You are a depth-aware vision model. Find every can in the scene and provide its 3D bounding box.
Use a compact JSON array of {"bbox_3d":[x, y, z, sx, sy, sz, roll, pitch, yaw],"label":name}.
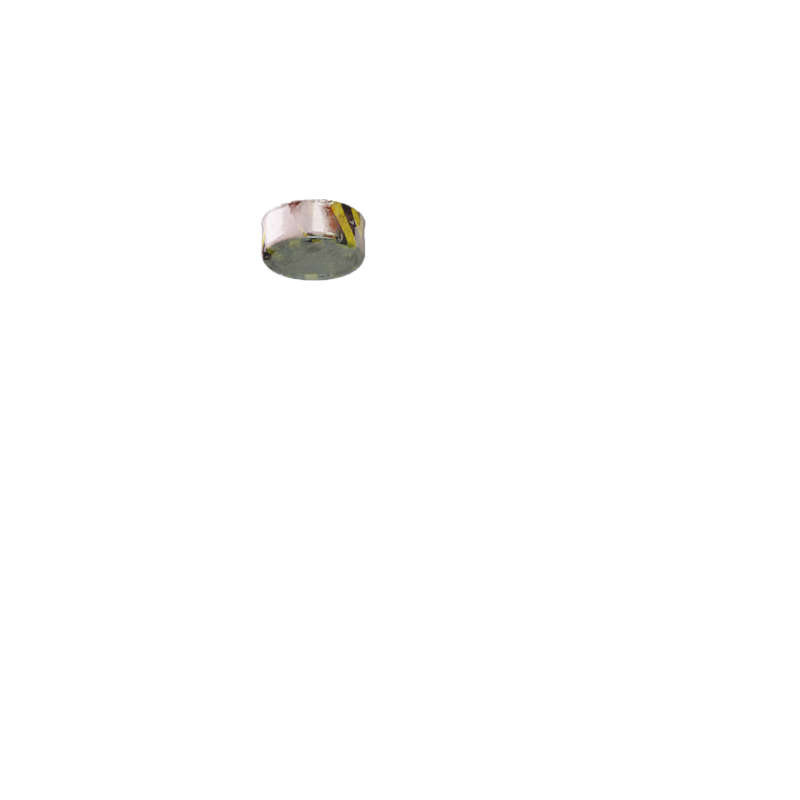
[{"bbox_3d":[-0.071,-0.129,0.905,0.086,0.035,0.082,0,-21,-2],"label":"can"}]
